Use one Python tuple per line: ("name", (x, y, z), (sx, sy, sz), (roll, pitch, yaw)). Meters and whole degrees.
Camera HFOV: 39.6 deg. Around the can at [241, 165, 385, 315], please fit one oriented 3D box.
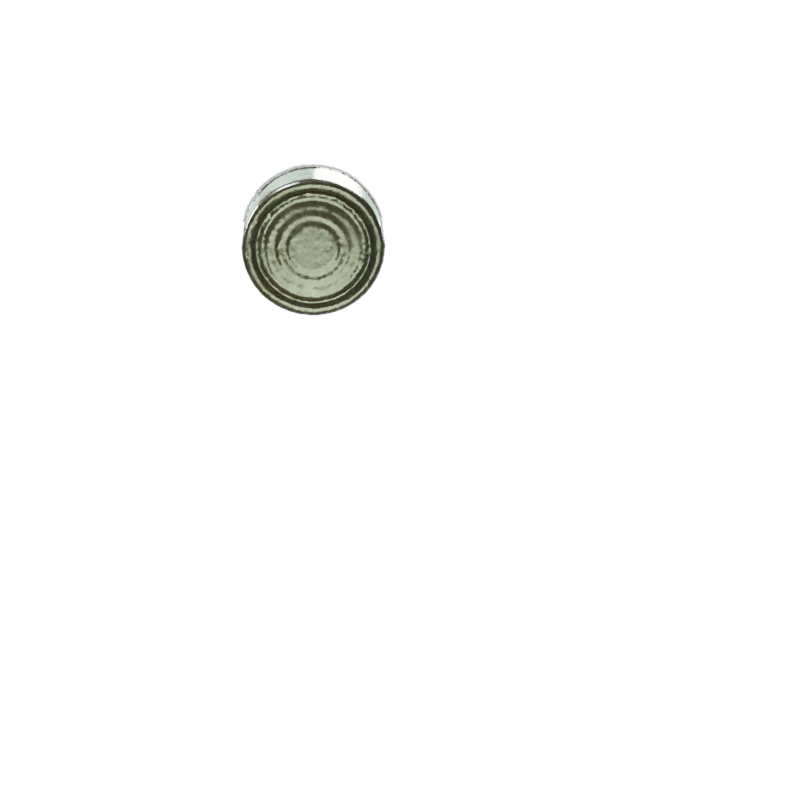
("can", (-0.052, -0.095, 0.665), (0.086, 0.082, 0.035), (0, 20, -1))
